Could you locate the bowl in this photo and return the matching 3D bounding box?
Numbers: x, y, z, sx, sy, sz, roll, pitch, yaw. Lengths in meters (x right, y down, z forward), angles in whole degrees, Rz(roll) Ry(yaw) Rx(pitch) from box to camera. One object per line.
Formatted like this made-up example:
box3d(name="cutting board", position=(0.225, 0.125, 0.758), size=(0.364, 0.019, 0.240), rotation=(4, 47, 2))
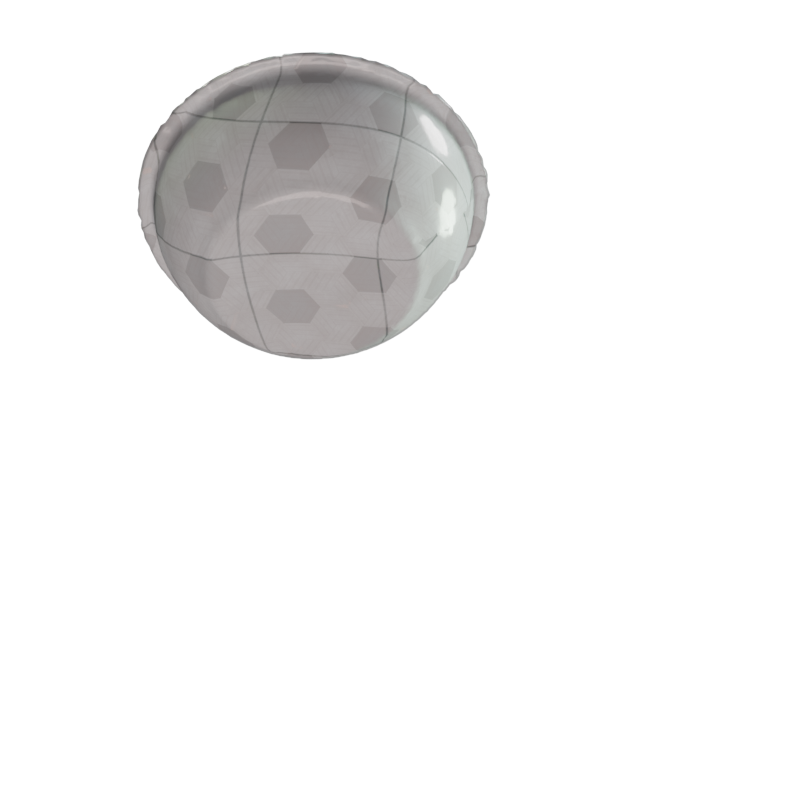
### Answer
box3d(name="bowl", position=(-0.039, -0.070, 0.493), size=(0.162, 0.151, 0.059), rotation=(1, 40, -1))
